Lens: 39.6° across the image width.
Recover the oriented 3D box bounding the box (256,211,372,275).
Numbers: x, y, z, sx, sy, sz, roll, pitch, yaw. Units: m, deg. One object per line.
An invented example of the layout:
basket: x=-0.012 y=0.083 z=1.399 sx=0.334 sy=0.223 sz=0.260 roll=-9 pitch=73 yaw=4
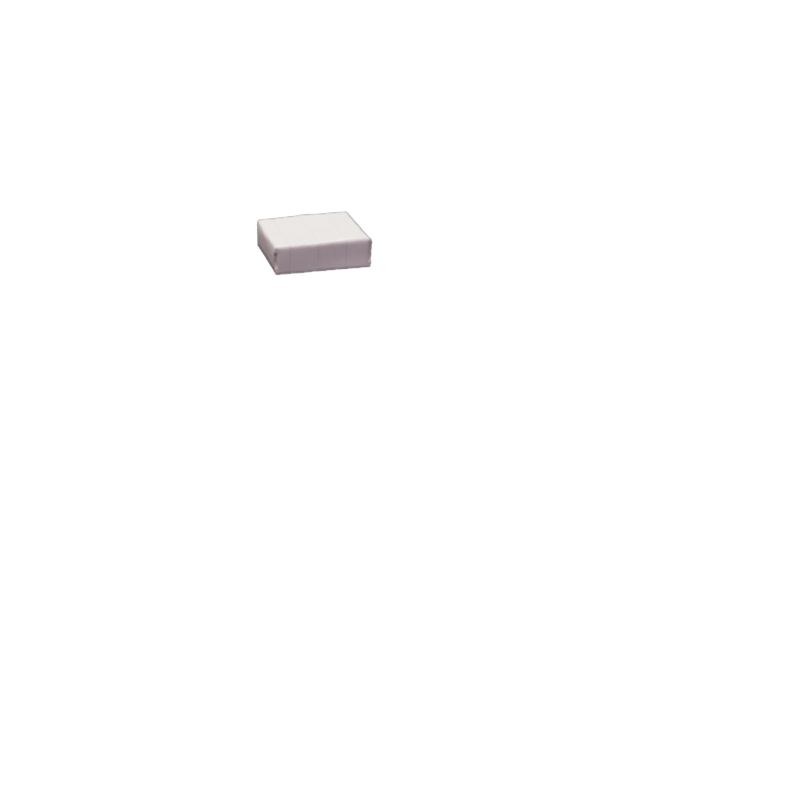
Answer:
box: x=-0.077 y=-0.141 z=0.990 sx=0.088 sy=0.029 sz=0.078 roll=-8 pitch=29 yaw=-15
